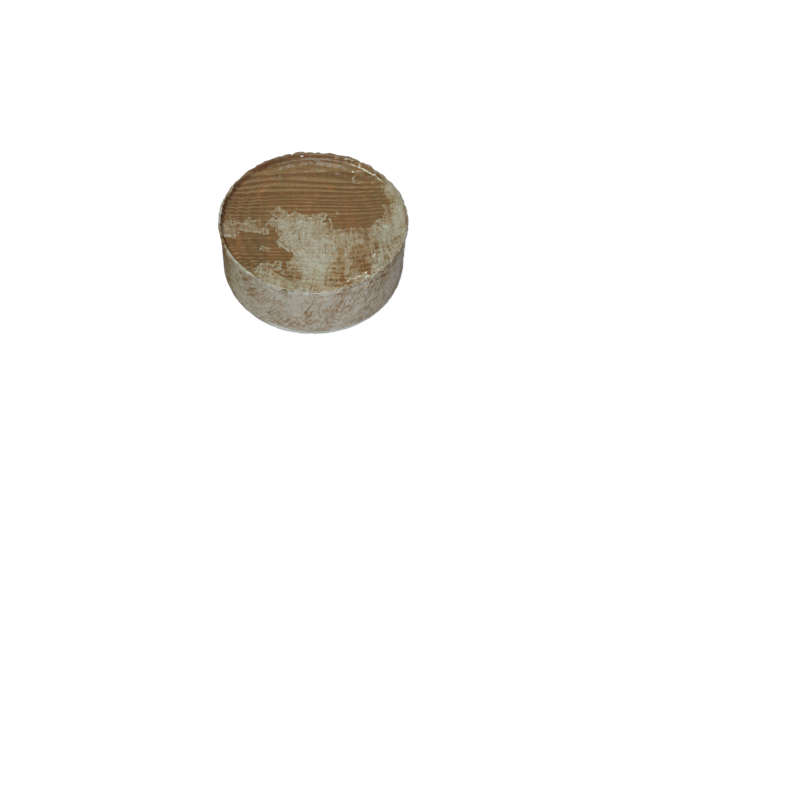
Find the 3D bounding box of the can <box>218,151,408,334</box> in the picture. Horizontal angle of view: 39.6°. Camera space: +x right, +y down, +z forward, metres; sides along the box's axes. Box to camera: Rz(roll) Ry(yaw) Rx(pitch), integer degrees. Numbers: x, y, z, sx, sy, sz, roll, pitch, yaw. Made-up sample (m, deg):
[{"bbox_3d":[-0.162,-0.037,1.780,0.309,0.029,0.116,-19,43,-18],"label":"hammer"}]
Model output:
[{"bbox_3d":[-0.040,-0.073,0.511,0.086,0.092,0.031,-1,-38,-1],"label":"can"}]
